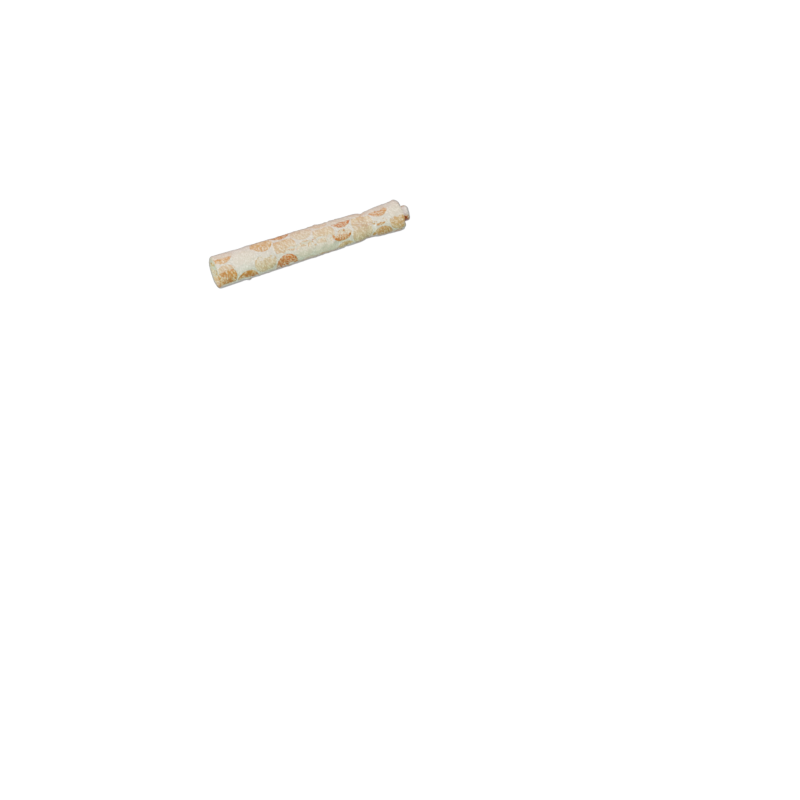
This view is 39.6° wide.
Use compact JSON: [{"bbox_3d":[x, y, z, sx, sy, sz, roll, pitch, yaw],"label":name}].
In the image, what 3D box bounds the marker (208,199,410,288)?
[{"bbox_3d":[-0.049,-0.090,0.632,0.120,0.019,0.020,-20,11,-18],"label":"marker"}]
